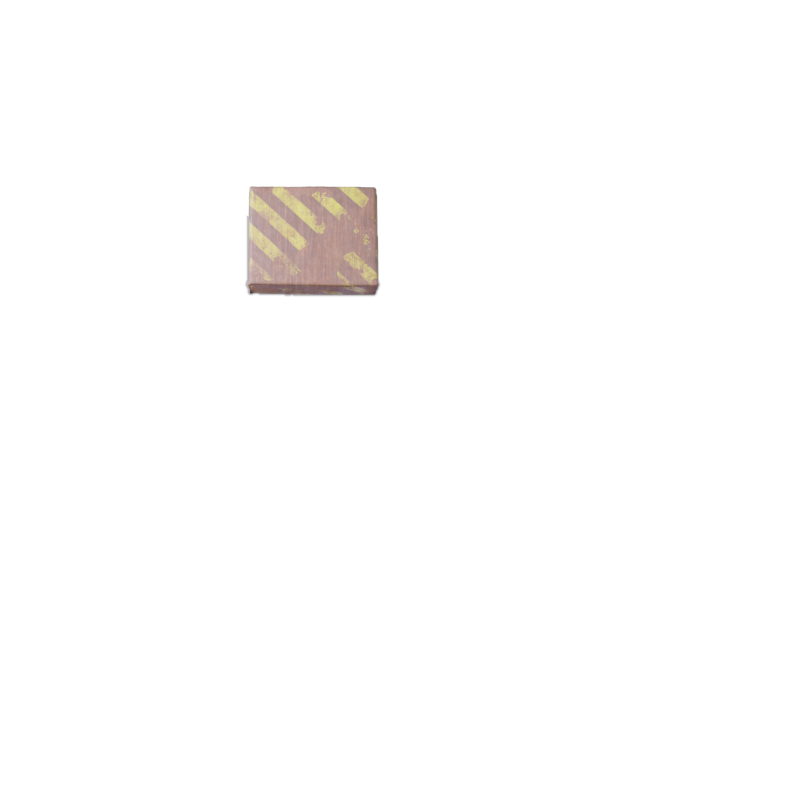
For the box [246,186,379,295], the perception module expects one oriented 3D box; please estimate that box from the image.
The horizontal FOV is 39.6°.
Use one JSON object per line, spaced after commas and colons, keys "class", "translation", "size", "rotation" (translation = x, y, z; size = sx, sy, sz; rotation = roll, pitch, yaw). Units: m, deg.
{"class": "box", "translation": [-0.075, -0.137, 0.958], "size": [0.113, 0.094, 0.037], "rotation": [-1, -19, -1]}
